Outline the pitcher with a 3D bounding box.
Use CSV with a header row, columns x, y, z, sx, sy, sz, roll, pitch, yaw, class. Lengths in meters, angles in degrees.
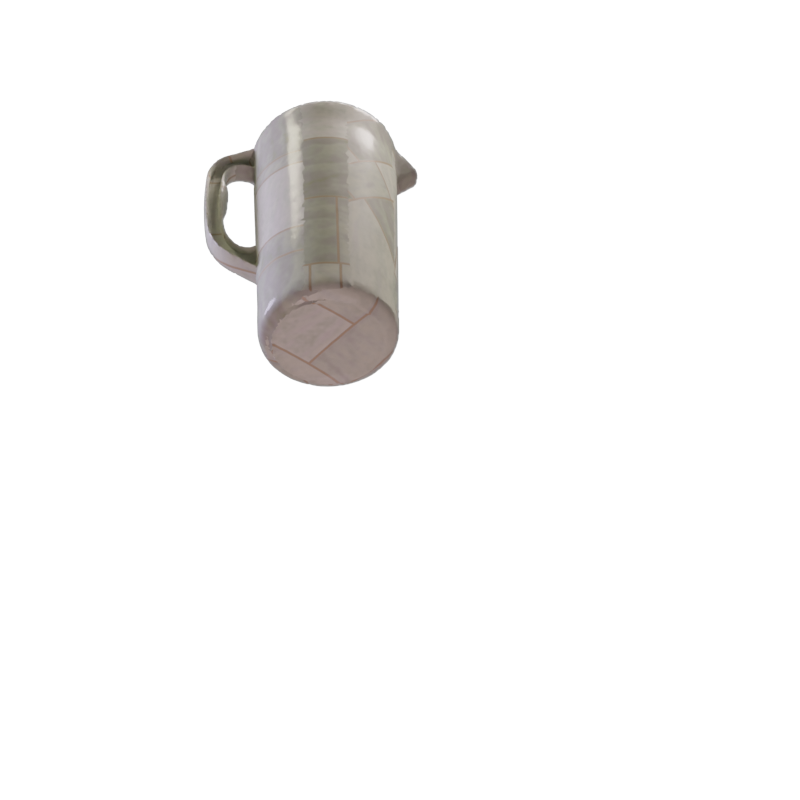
x,y,z,sx,sy,sz,roll,pitch,yaw,class
-0.073,-0.132,0.927,0.149,0.261,0.135,-31,-52,24,pitcher
